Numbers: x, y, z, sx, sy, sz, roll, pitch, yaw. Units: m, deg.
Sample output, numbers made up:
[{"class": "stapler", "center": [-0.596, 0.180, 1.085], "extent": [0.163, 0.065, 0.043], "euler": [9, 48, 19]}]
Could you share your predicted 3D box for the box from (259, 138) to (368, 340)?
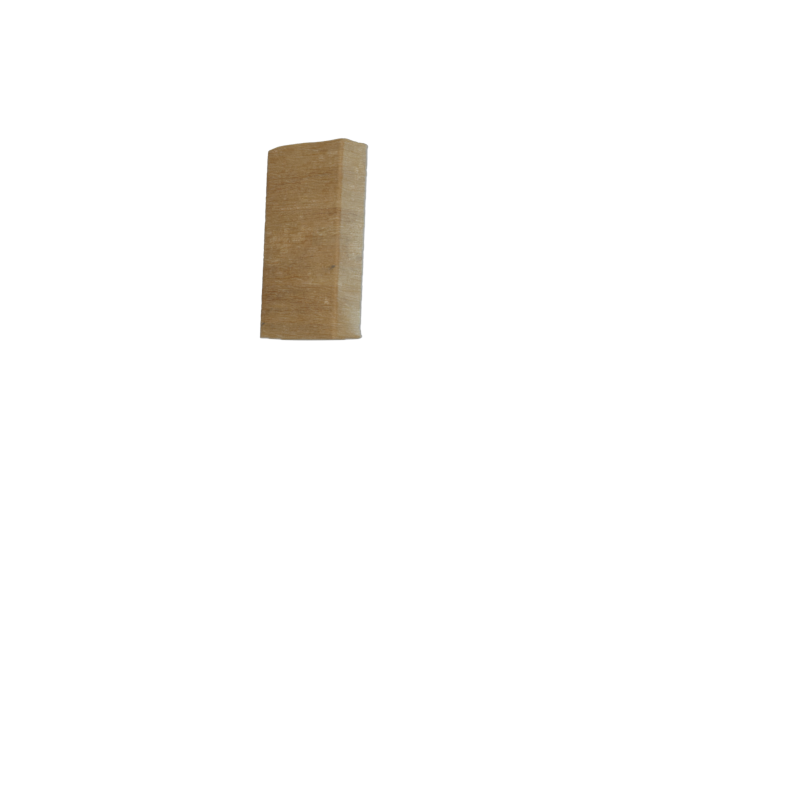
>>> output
[{"class": "box", "center": [-0.078, -0.142, 0.994], "extent": [0.097, 0.178, 0.046], "euler": [-3, -5, 39]}]
